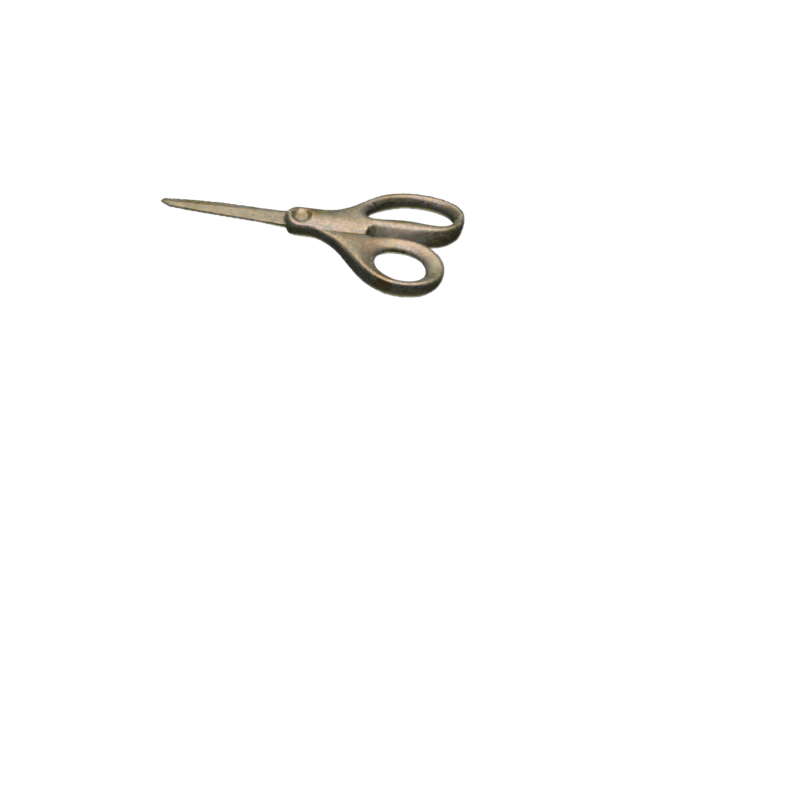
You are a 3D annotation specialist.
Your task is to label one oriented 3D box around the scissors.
[{"bbox_3d":[-0.057,-0.103,0.723,0.201,0.104,0.015,-3,-42,-3],"label":"scissors"}]
